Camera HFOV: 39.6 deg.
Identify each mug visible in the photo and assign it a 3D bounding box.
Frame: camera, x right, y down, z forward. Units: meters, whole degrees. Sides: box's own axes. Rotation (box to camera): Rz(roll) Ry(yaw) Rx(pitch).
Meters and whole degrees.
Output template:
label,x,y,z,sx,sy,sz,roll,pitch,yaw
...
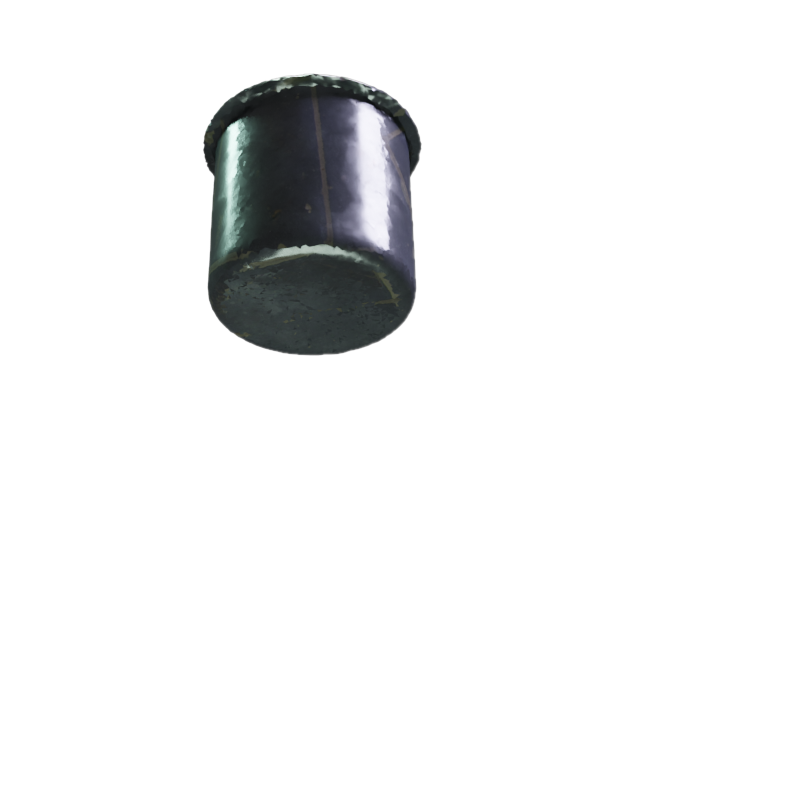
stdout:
label,x,y,z,sx,sy,sz,roll,pitch,yaw
mug,-0.036,-0.066,0.462,0.093,0.087,0.109,-1,-32,-1
